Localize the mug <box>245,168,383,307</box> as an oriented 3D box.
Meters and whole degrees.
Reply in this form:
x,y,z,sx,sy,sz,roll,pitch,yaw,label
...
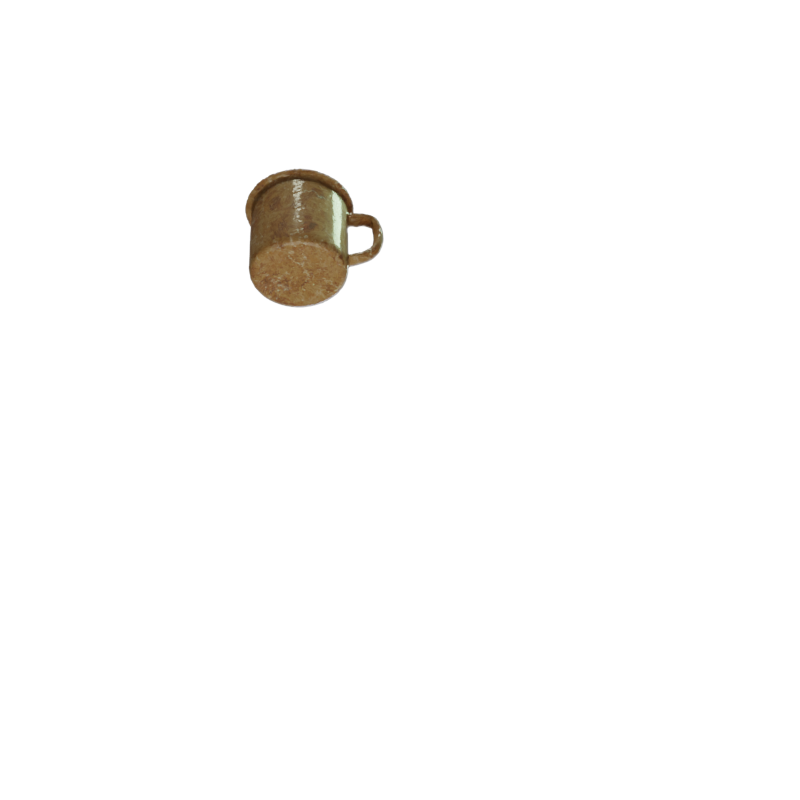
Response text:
x,y,z,sx,sy,sz,roll,pitch,yaw,label
-0.072,-0.132,0.926,0.117,0.087,0.087,0,-43,-1,mug
